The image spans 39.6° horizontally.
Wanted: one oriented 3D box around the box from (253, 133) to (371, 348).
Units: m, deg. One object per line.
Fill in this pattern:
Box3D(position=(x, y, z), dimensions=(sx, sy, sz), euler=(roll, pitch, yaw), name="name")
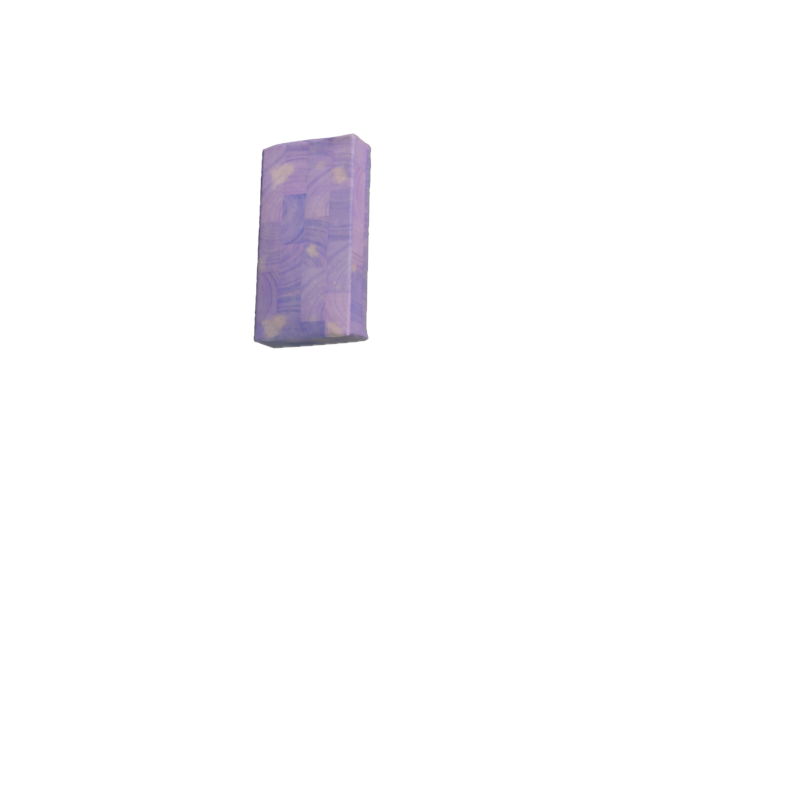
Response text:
Box3D(position=(-0.075, -0.136, 0.953), dimensions=(0.095, 0.182, 0.045), euler=(-6, -13, 24), name="box")
